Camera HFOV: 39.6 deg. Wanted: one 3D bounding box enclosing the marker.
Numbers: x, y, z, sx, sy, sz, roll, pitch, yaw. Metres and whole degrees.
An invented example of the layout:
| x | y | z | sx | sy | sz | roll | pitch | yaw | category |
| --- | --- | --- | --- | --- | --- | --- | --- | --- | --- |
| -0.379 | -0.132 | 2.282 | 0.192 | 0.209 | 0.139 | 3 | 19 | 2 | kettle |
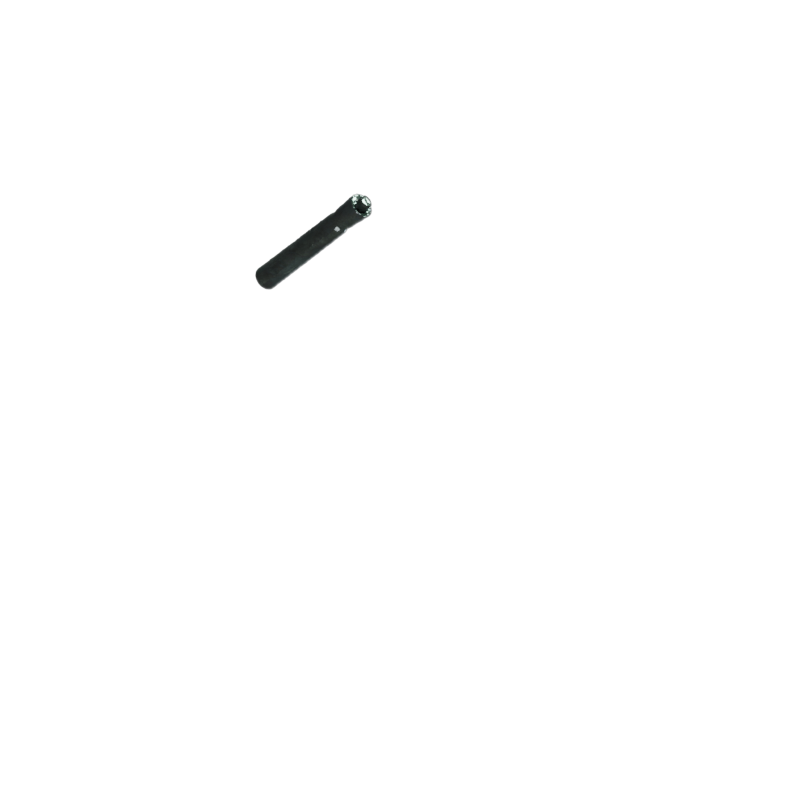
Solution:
| x | y | z | sx | sy | sz | roll | pitch | yaw | category |
| --- | --- | --- | --- | --- | --- | --- | --- | --- | --- |
| -0.063 | -0.115 | 0.803 | 0.019 | 0.021 | 0.120 | -3 | -20 | -47 | marker |
